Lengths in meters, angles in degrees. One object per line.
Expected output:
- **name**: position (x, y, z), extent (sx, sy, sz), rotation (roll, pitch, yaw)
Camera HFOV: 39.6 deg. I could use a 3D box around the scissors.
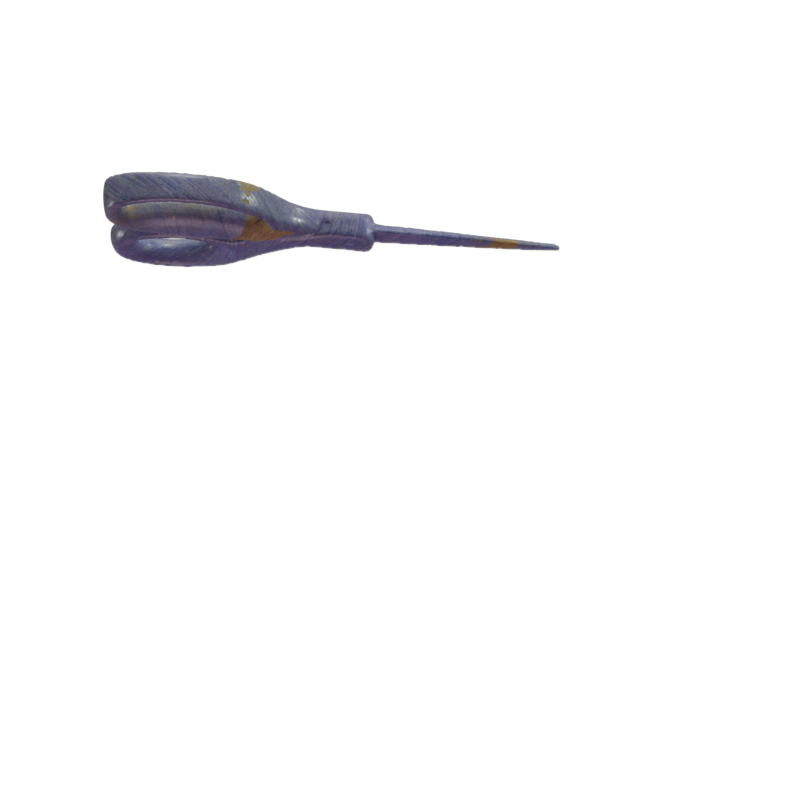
- **scissors**: position (-0.038, -0.070, 0.488), extent (0.193, 0.016, 0.097), rotation (6, -12, -30)
